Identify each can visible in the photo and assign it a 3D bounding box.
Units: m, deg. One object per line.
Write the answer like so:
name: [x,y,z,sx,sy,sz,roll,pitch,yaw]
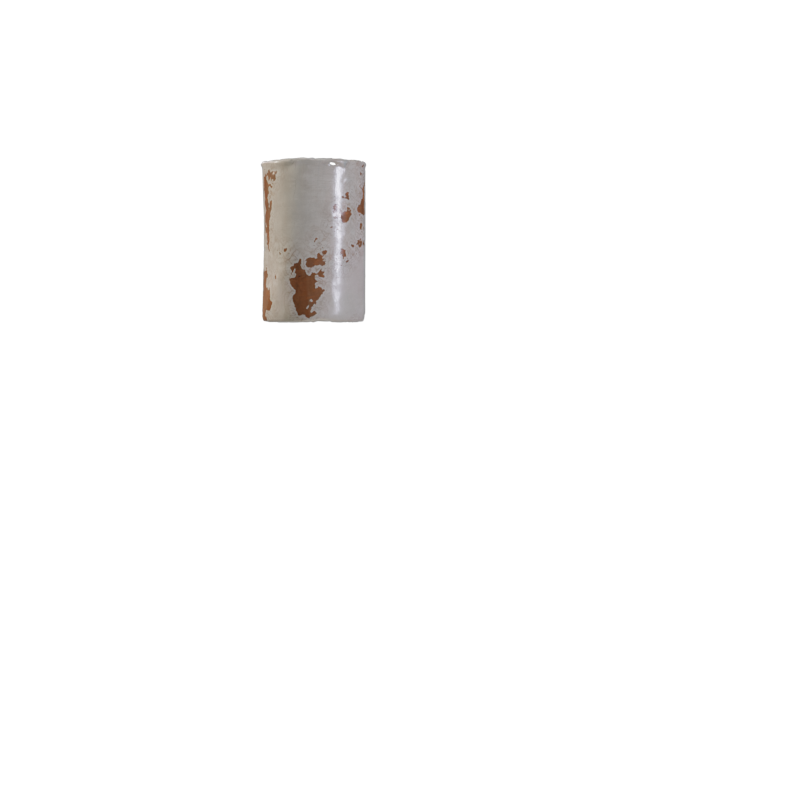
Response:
can: [-0.056,-0.102,0.712,0.068,0.103,0.069,0,0,-2]
